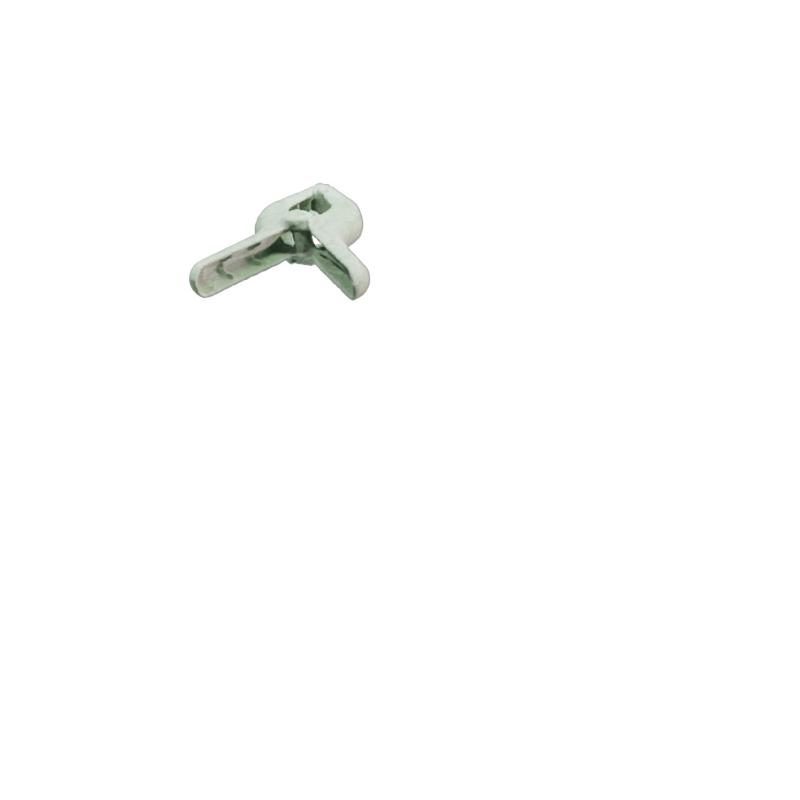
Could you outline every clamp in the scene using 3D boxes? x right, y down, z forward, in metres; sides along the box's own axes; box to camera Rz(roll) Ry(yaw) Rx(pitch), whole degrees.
[{"bbox_3d":[-0.061,-0.112,0.782,0.123,0.037,0.177,10,34,15],"label":"clamp"}]
